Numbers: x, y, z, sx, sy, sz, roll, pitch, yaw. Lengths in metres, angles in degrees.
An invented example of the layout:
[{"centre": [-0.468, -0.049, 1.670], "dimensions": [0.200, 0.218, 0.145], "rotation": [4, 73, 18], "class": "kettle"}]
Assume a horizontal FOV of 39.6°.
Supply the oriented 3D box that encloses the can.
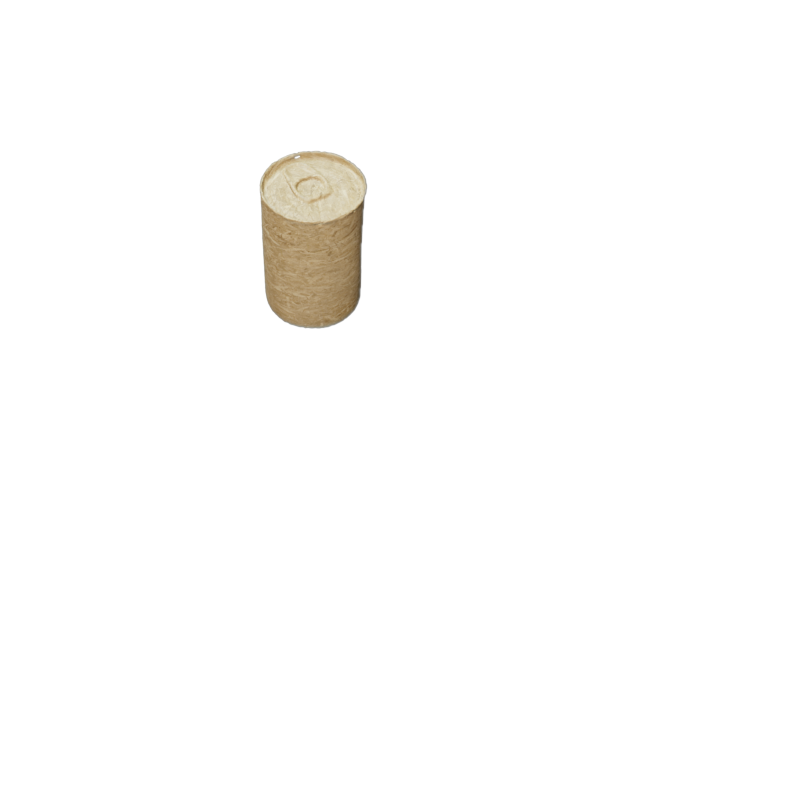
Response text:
[{"centre": [-0.057, -0.105, 0.734], "dimensions": [0.068, 0.074, 0.095], "rotation": [0, -41, -3], "class": "can"}]
